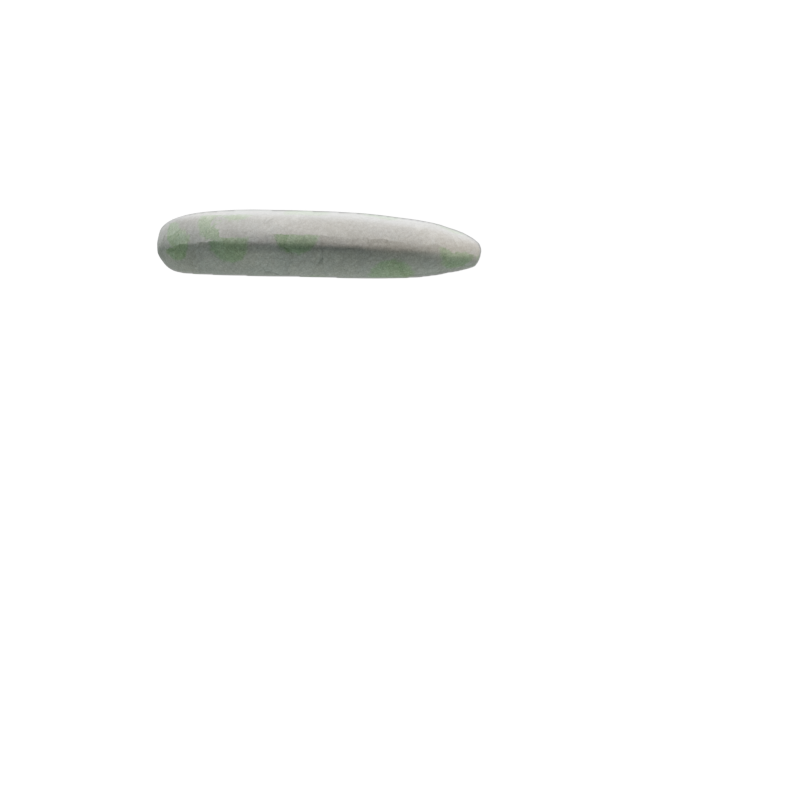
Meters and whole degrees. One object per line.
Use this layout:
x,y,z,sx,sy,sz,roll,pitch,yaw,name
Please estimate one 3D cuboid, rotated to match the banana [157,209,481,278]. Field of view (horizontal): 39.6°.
-0.059,-0.087,0.614,0.203,0.036,0.069,4,9,21,banana
